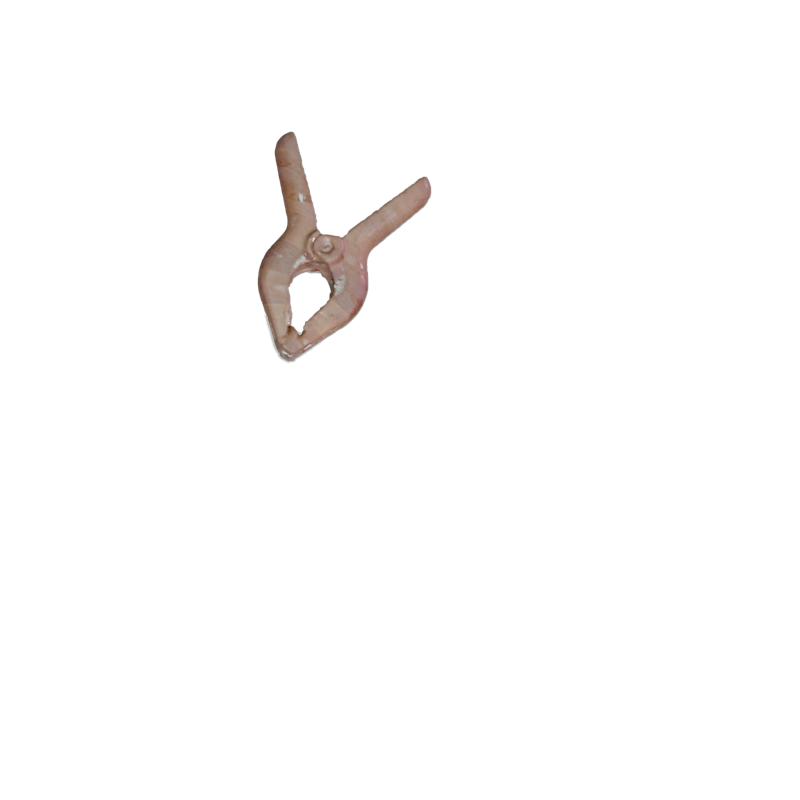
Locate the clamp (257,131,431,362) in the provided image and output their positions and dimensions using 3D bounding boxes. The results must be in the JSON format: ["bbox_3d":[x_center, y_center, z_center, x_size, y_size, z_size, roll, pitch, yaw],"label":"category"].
[{"bbox_3d":[-0.063,-0.115,0.806,0.123,0.177,0.037,24,-22,10],"label":"clamp"}]
